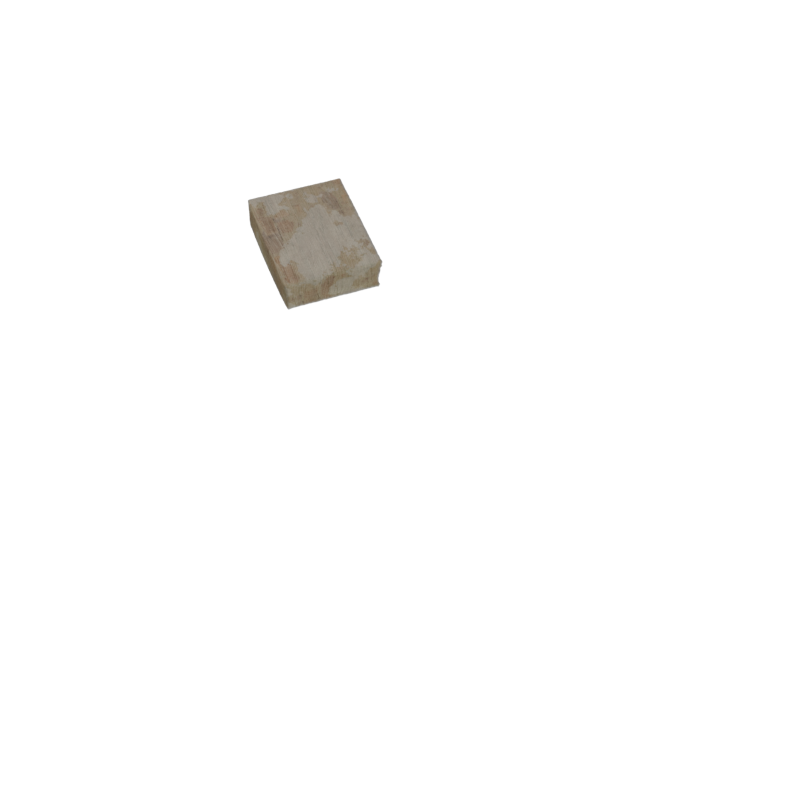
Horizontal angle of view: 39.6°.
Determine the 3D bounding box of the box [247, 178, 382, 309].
[{"bbox_3d":[-0.077,-0.141,0.988,0.089,0.122,0.036,-16,-35,-12],"label":"box"}]
